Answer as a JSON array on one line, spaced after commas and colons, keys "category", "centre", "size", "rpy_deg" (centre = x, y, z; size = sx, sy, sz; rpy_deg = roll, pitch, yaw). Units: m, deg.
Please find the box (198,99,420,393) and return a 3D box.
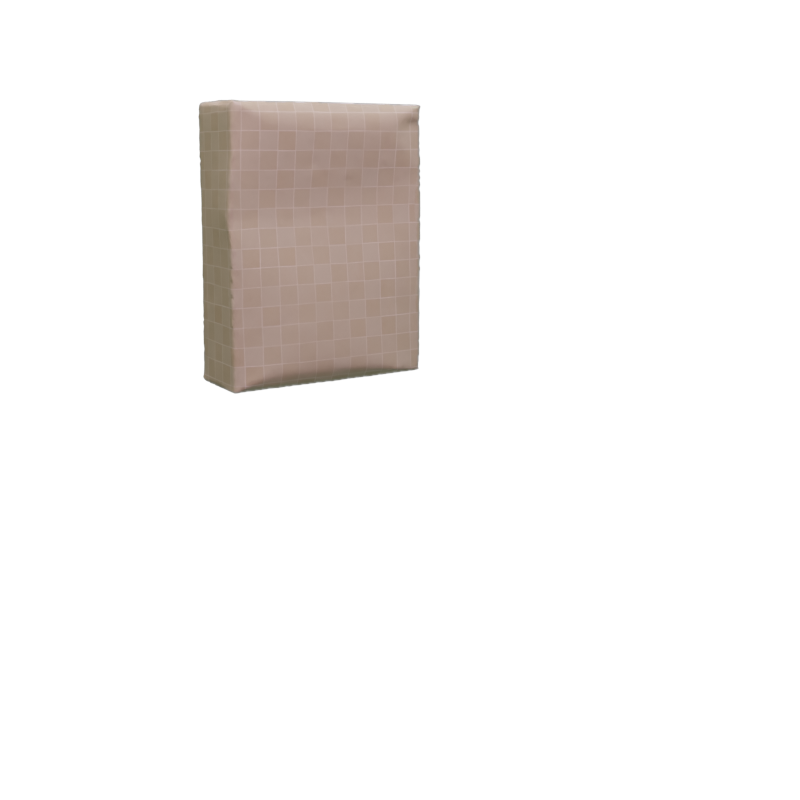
[{"category": "box", "centre": [-0.067, -0.122, 0.853], "size": [0.159, 0.211, 0.075], "rpy_deg": [-4, 7, -29]}]
